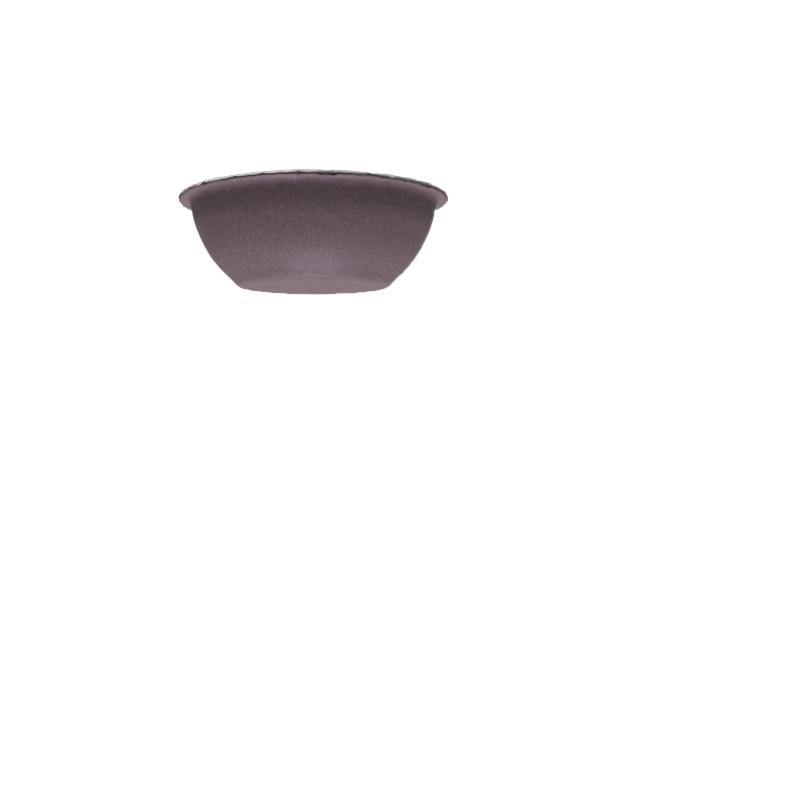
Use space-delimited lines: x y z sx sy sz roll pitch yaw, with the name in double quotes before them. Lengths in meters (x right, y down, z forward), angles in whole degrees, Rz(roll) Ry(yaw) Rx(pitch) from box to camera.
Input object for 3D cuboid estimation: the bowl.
"bowl" -0.052 -0.095 0.665 0.162 0.056 0.161 0 -1 -2
